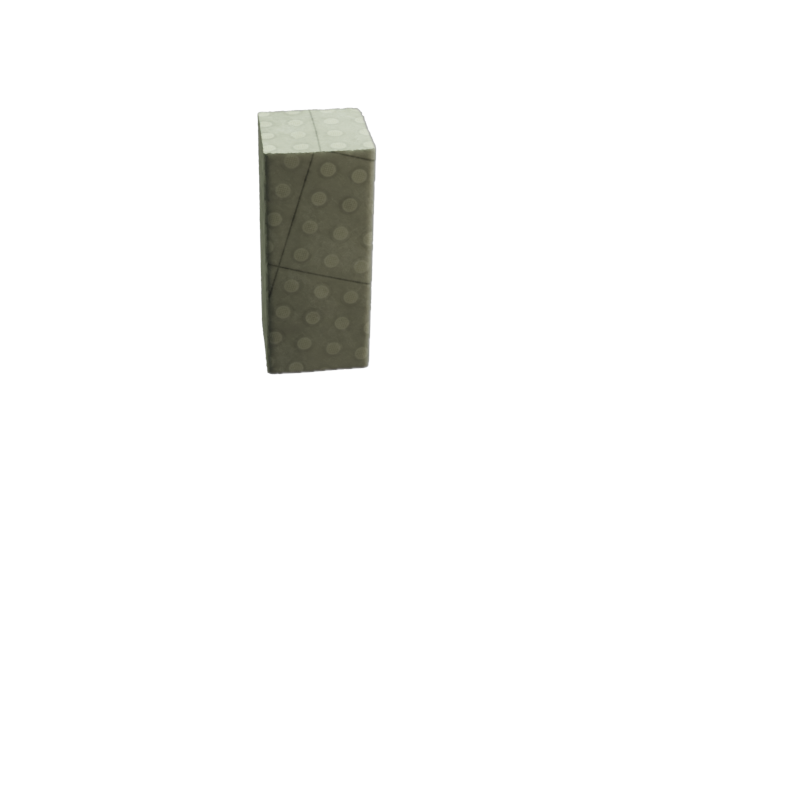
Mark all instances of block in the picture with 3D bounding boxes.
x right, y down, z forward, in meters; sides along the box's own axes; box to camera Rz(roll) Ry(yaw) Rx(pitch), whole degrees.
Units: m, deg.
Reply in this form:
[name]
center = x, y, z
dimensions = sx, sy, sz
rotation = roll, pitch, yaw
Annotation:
[block]
center = -0.073, -0.134, 0.942
dimensions = 0.089, 0.194, 0.097
rotation = -3, 30, -8
